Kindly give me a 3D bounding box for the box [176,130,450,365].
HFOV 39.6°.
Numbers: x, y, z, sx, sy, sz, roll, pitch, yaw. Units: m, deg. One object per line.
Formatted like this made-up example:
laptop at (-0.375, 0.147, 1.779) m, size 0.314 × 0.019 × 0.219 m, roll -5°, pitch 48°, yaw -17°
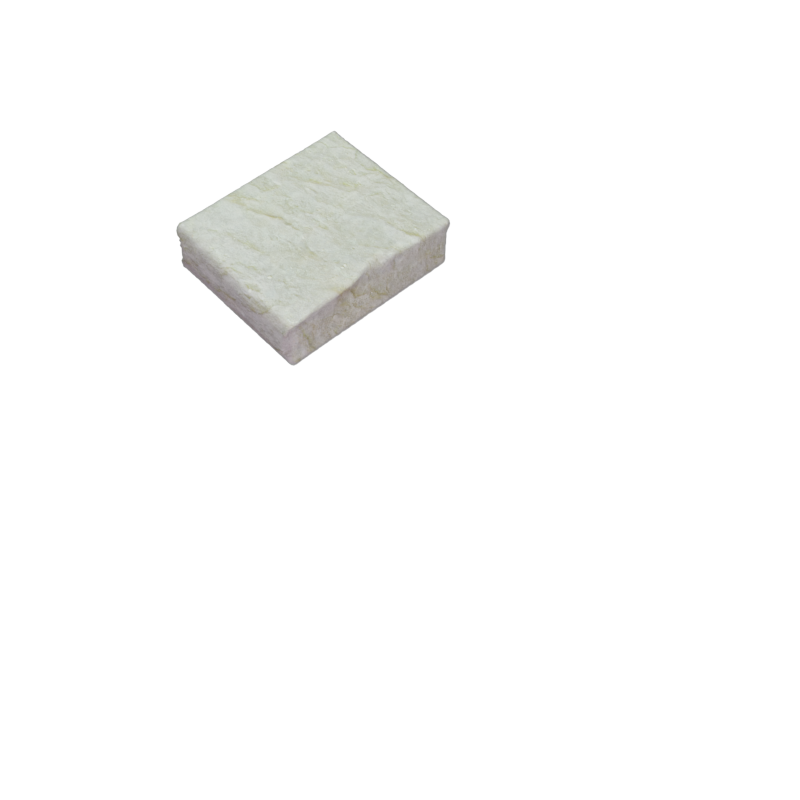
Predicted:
box at (-0.036, -0.066, 0.461) m, size 0.090 × 0.028 × 0.078 m, roll -35°, pitch 59°, yaw -25°
